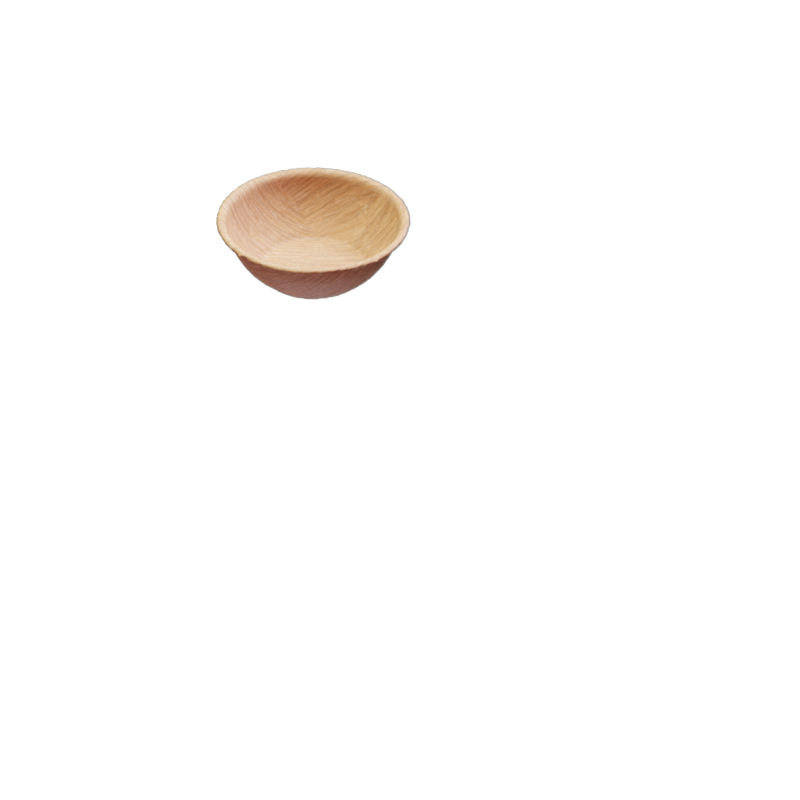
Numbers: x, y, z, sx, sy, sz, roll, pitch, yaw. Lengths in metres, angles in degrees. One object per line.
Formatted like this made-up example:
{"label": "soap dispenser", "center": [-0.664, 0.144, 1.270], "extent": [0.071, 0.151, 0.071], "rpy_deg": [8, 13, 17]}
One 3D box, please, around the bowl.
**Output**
{"label": "bowl", "center": [-0.073, -0.134, 0.938], "extent": [0.162, 0.051, 0.174], "rpy_deg": [-1, 40, -2]}
